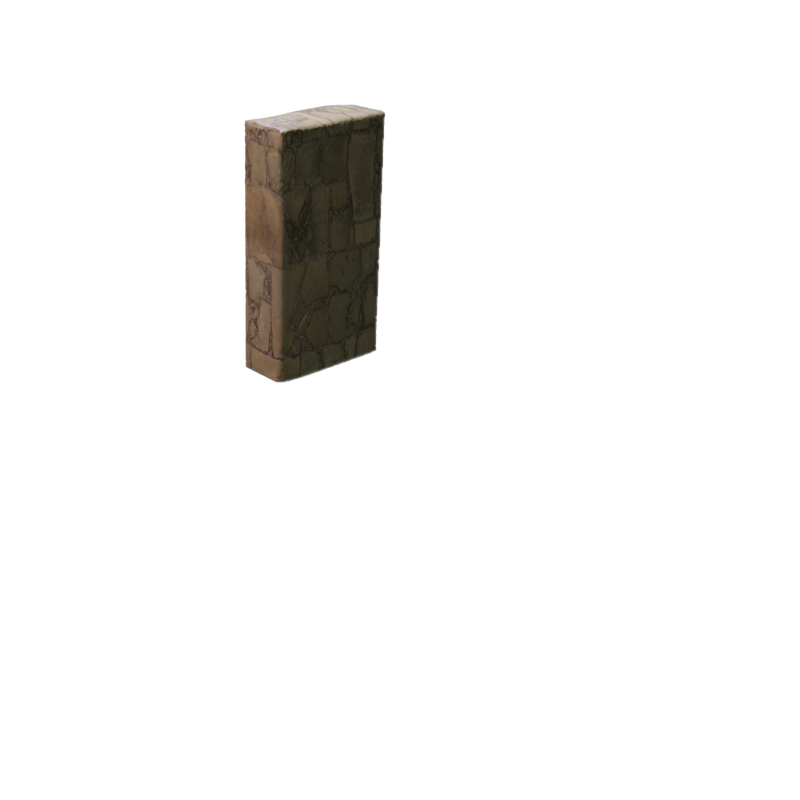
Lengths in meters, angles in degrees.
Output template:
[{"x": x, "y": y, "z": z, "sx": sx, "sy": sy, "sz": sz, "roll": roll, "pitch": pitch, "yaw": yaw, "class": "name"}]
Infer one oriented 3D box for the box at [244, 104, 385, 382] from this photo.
[{"x": -0.059, "y": -0.107, "z": 0.750, "sx": 0.092, "sy": 0.169, "sz": 0.051, "roll": -17, "pitch": 26, "yaw": -41, "class": "box"}]
